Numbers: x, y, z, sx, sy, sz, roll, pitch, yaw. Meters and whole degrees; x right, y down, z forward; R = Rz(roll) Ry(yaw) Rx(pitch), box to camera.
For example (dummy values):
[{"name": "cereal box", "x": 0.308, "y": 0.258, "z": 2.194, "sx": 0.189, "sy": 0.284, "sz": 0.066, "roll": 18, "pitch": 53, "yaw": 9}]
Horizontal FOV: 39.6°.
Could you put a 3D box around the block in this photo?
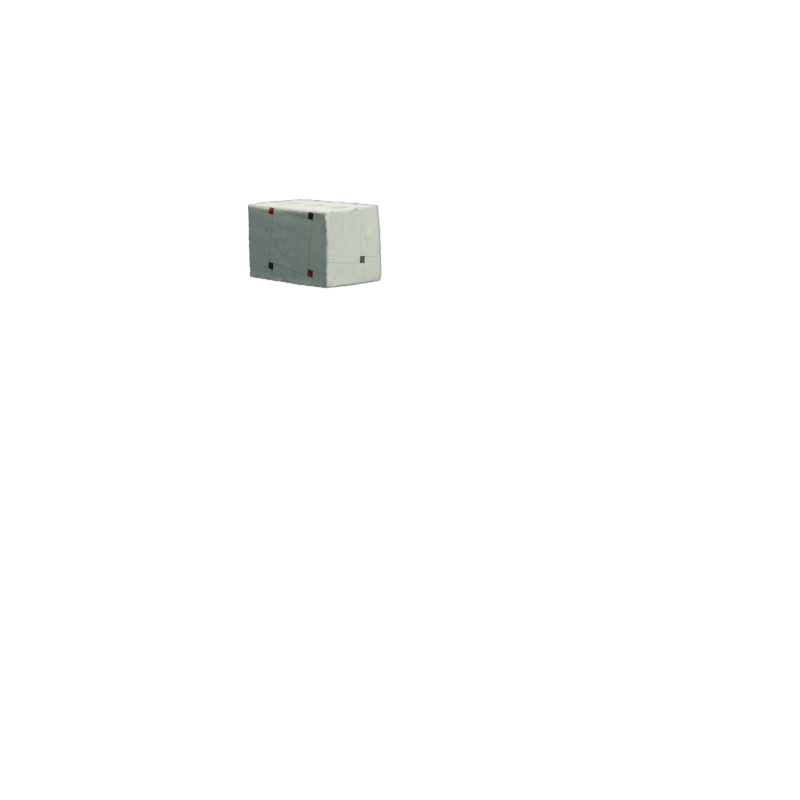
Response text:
[{"name": "block", "x": -0.058, "y": -0.107, "z": 0.746, "sx": 0.082, "sy": 0.050, "sz": 0.051, "roll": 11, "pitch": 15, "yaw": 41}]
